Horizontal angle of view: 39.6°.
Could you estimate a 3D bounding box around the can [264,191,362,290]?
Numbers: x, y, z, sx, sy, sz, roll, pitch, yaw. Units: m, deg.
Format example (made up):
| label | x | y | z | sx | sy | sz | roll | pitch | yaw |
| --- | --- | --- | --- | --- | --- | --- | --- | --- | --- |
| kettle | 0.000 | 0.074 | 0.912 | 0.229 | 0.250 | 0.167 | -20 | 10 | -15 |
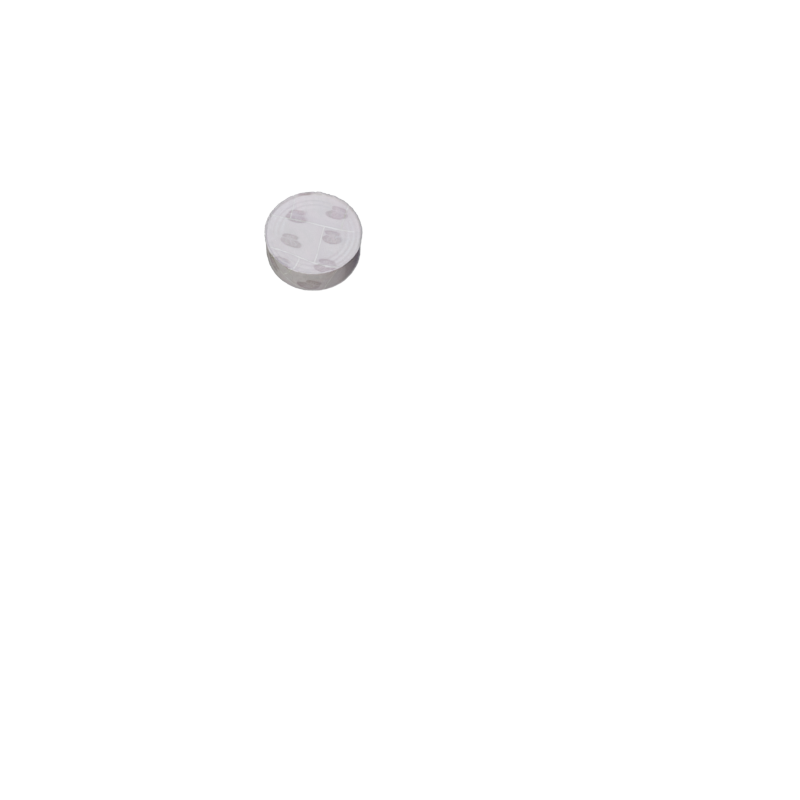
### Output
| label | x | y | z | sx | sy | sz | roll | pitch | yaw |
| --- | --- | --- | --- | --- | --- | --- | --- | --- | --- |
| can | -0.077 | -0.140 | 0.981 | 0.086 | 0.091 | 0.031 | -1 | -30 | -1 |
